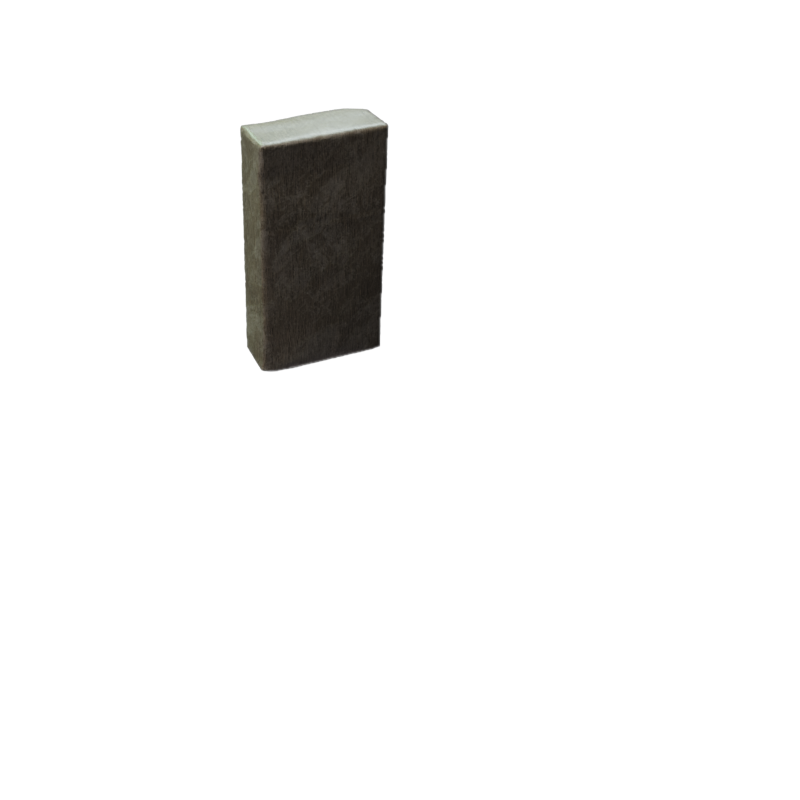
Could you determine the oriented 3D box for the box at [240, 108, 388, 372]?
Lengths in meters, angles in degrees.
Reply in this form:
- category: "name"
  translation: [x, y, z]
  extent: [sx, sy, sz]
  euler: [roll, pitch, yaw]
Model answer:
- category: "box"
  translation: [-0.060, -0.109, 0.763]
  extent: [0.092, 0.166, 0.052]
  euler: [-12, 32, -23]
